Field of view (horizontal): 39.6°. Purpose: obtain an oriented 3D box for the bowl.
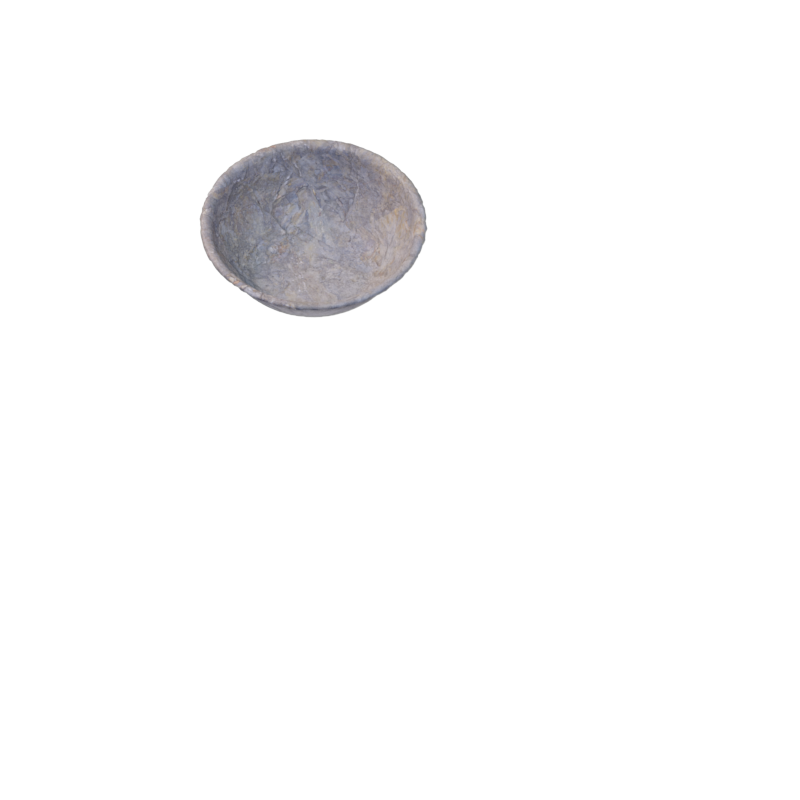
[{"bbox_3d":[-0.063,-0.116,0.810,0.162,0.174,0.051,-1,-37,-1],"label":"bowl"}]
